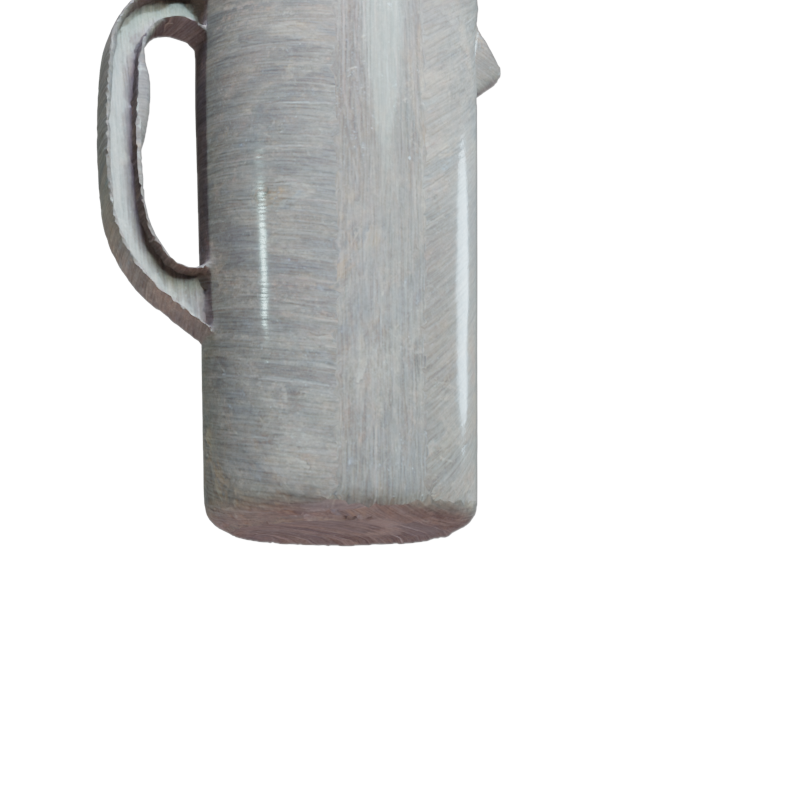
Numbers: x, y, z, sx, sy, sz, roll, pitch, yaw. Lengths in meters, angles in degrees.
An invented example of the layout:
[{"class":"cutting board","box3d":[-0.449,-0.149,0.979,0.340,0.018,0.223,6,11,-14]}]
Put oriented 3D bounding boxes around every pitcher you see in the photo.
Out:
[{"class":"pitcher","box3d":[-0.037,-0.068,0.474,0.152,0.254,0.136,-8,-20,19]}]
